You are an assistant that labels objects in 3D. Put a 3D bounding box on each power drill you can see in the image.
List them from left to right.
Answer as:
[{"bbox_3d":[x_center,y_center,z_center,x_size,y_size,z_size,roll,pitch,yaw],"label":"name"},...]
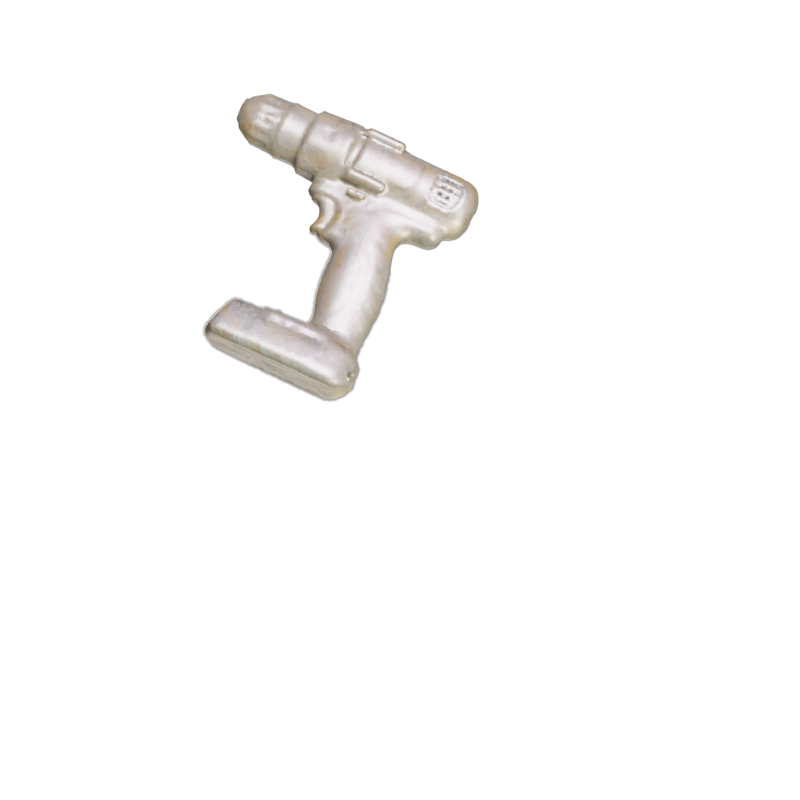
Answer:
[{"bbox_3d":[-0.060,-0.110,0.768,0.188,0.192,0.055,24,-17,8],"label":"power drill"}]
